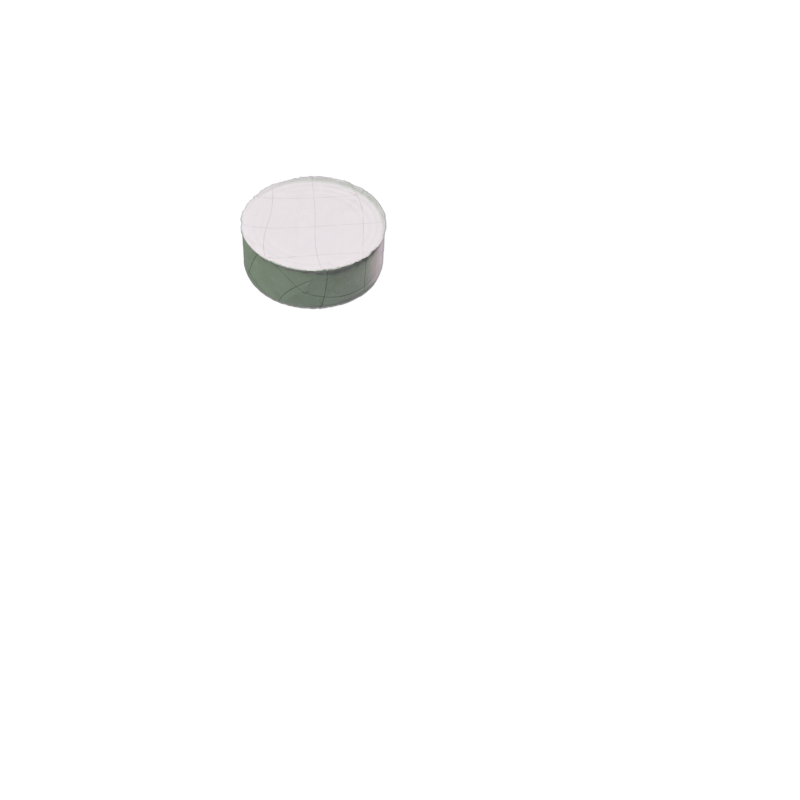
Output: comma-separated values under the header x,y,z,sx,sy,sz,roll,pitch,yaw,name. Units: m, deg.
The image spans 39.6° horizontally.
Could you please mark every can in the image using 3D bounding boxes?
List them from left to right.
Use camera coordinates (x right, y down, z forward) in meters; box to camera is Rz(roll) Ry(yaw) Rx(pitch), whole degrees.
x,y,z,sx,sy,sz,roll,pitch,yaw,name
-0.052,-0.094,0.660,0.086,0.092,0.031,-1,-45,-1,can
